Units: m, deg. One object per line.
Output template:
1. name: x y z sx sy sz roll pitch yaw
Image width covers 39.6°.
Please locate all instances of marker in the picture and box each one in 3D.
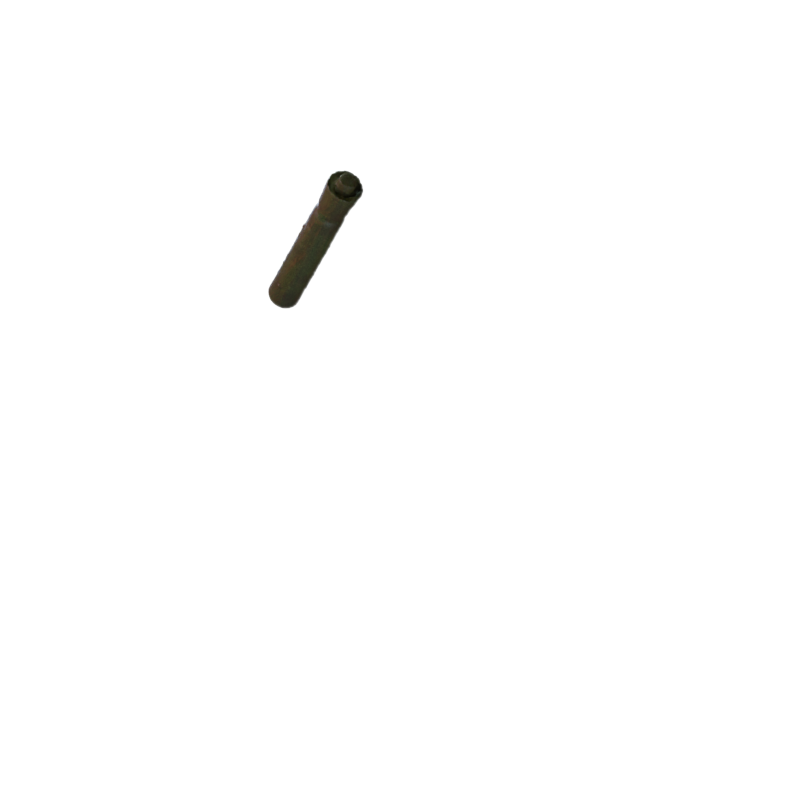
1. marker: -0.046 -0.085 0.592 0.019 0.021 0.117 -1 -24 -23
